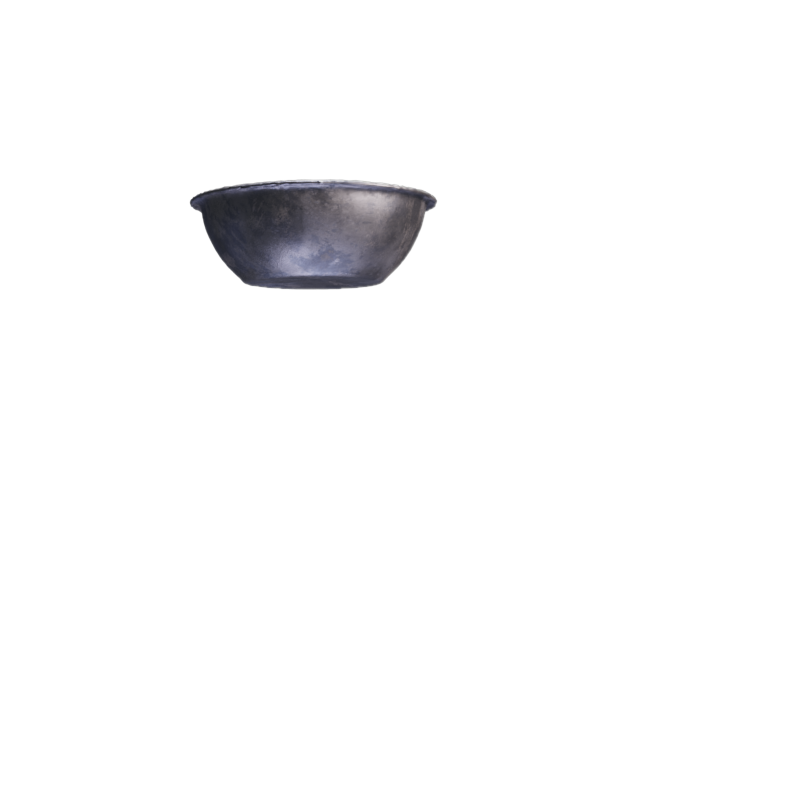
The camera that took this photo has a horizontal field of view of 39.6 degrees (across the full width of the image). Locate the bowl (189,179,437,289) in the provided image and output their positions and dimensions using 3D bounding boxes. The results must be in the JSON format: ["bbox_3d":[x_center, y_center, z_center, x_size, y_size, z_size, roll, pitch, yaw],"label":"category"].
[{"bbox_3d":[-0.057,-0.103,0.724,0.162,0.056,0.161,0,-1,-2],"label":"bowl"}]
